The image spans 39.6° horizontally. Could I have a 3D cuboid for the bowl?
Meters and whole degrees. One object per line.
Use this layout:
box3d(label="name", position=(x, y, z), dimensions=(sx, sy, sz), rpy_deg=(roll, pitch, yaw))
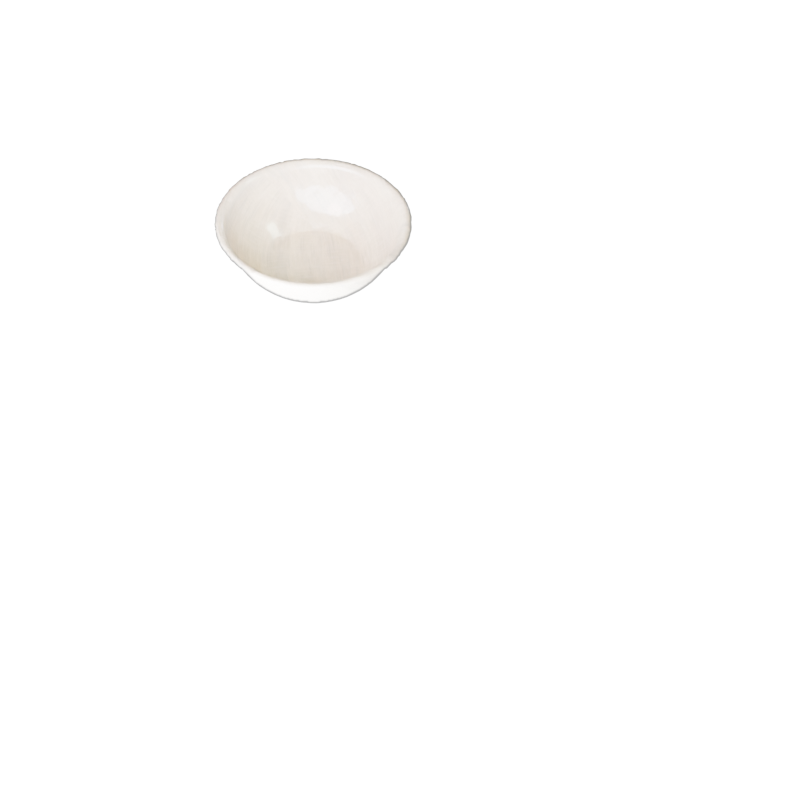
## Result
box3d(label="bowl", position=(-0.073, -0.132, 0.926), dimensions=(0.162, 0.174, 0.051), rpy_deg=(-1, -43, -1))
